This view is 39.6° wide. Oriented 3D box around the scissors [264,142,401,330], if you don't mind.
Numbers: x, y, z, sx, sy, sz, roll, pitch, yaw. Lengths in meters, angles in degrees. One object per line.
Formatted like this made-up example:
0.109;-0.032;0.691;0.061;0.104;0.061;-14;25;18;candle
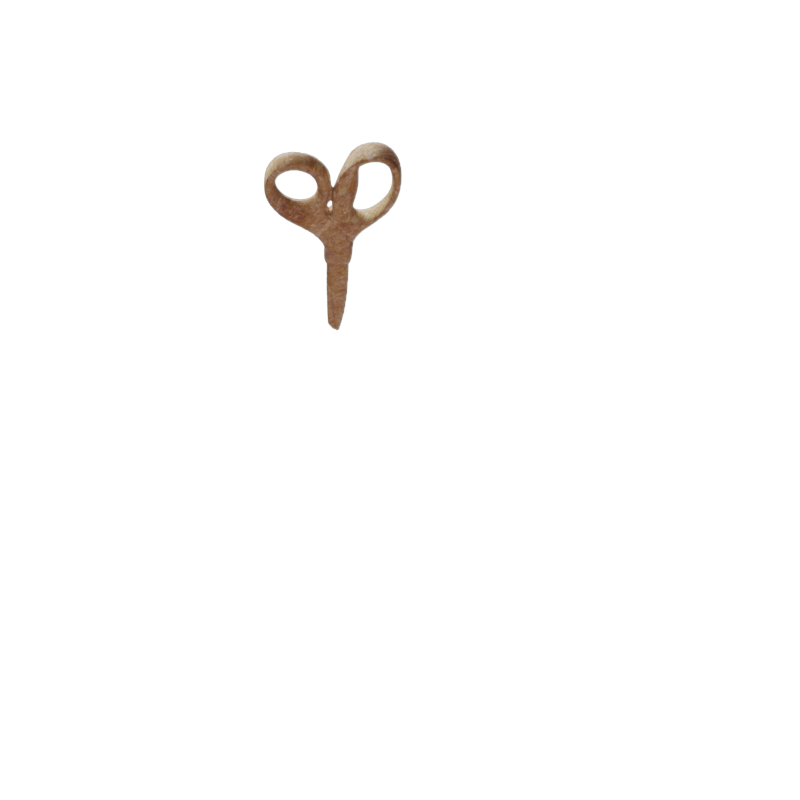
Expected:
-0.059;-0.108;0.756;0.094;0.017;0.193;10;-34;-16;scissors
